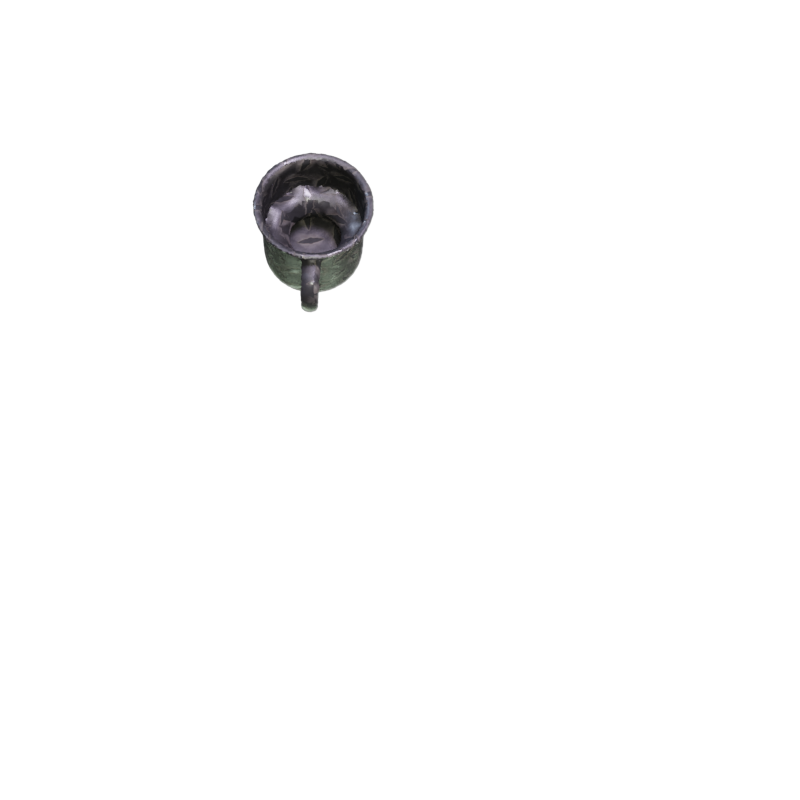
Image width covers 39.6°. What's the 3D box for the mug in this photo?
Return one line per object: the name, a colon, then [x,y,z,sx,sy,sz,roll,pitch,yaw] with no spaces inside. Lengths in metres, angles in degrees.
mug: [-0.069,-0.126,0.882,0.093,0.124,0.077,-1,-24,-2]
